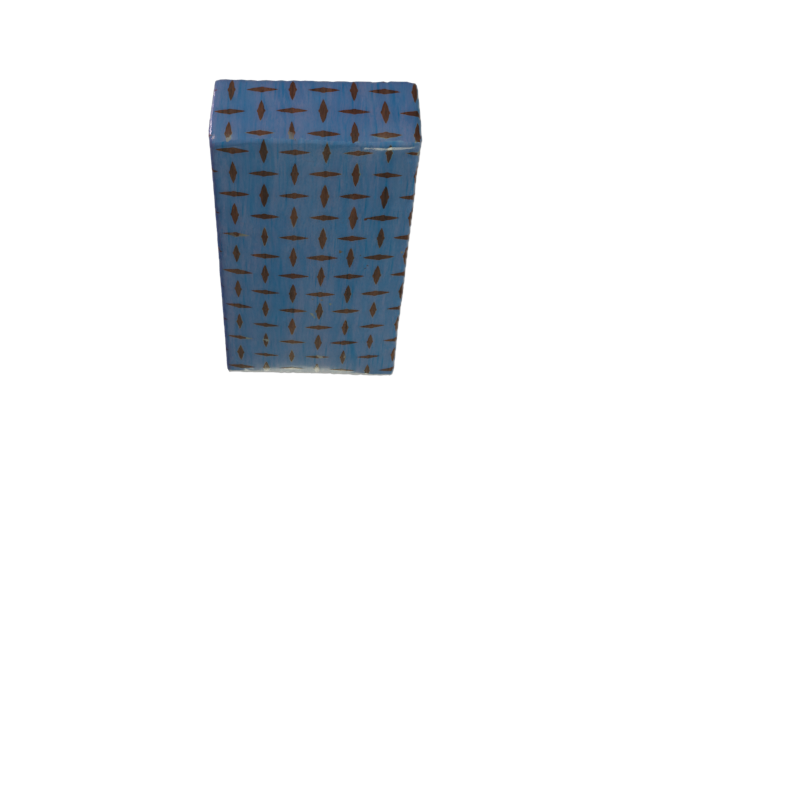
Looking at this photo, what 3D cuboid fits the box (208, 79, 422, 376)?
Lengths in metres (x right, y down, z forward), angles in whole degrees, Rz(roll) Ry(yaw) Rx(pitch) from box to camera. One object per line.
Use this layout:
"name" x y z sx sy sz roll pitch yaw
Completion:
"box" -0.043 -0.077 0.543 0.093 0.051 0.165 2 -33 -2
